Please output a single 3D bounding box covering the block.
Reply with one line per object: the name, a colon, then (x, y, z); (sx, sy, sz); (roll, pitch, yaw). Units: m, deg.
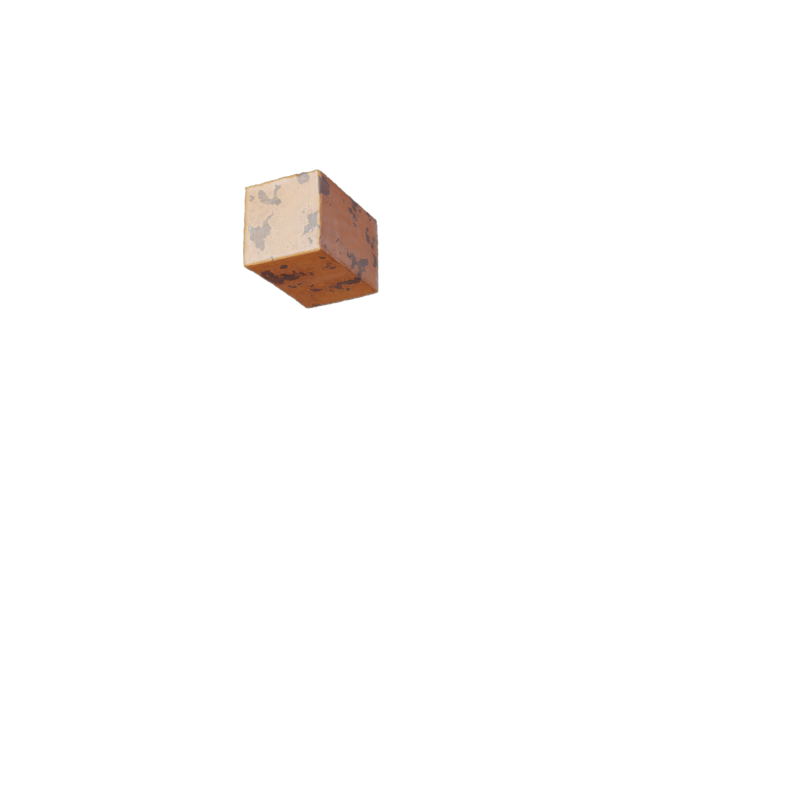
block: (-0.052, -0.095, 0.663); (0.054, 0.054, 0.073); (-11, -22, 24)
